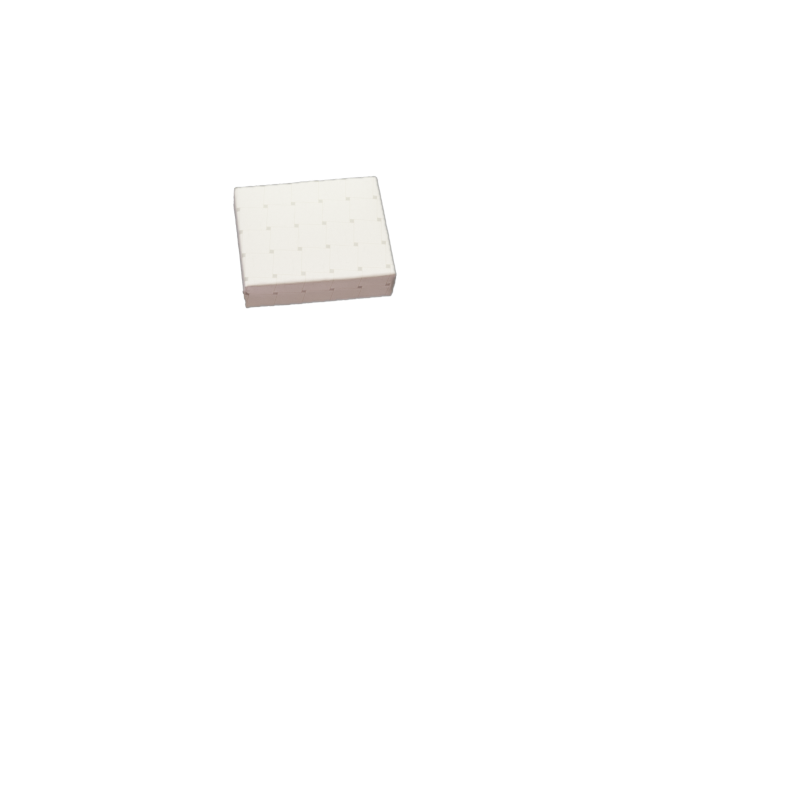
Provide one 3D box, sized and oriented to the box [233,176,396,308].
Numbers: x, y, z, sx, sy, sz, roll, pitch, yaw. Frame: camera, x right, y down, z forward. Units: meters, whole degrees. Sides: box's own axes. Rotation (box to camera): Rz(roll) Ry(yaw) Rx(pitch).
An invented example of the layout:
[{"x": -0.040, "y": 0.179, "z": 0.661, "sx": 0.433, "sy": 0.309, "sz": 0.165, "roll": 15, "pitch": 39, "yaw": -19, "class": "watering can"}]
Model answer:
[{"x": -0.065, "y": -0.118, "z": 0.828, "sx": 0.113, "sy": 0.096, "sz": 0.036, "roll": -7, "pitch": -32, "yaw": -5, "class": "box"}]
